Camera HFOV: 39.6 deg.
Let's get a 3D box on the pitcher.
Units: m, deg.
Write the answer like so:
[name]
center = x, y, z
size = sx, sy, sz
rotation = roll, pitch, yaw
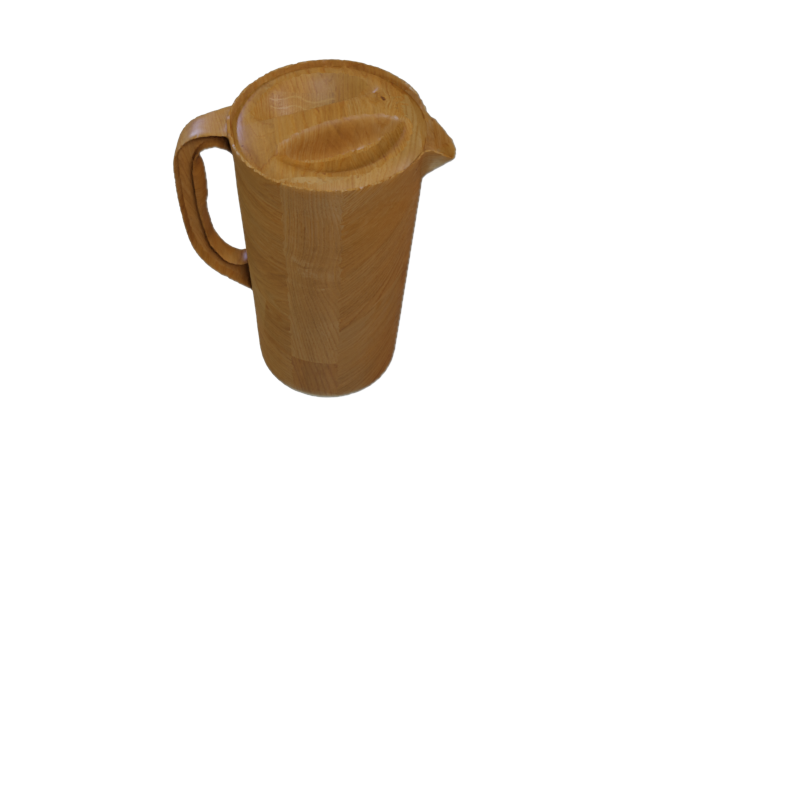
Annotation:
[pitcher]
center = -0.063, -0.114, 0.800
size = 0.145, 0.226, 0.159
rotation = -33, 59, -27
